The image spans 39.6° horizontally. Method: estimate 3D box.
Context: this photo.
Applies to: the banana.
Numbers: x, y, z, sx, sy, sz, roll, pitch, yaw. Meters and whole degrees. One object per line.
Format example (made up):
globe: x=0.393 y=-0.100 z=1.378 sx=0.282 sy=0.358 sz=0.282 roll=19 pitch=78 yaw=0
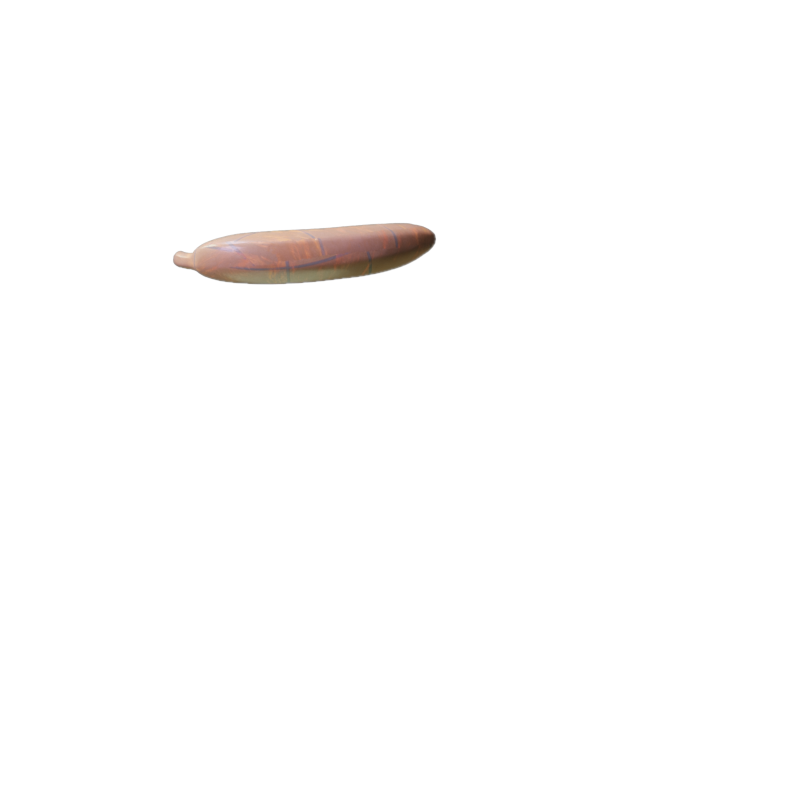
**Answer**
banana: x=-0.063 y=-0.109 z=0.800 sx=0.195 sy=0.035 sz=0.074 roll=-4 pitch=23 yaw=-9
